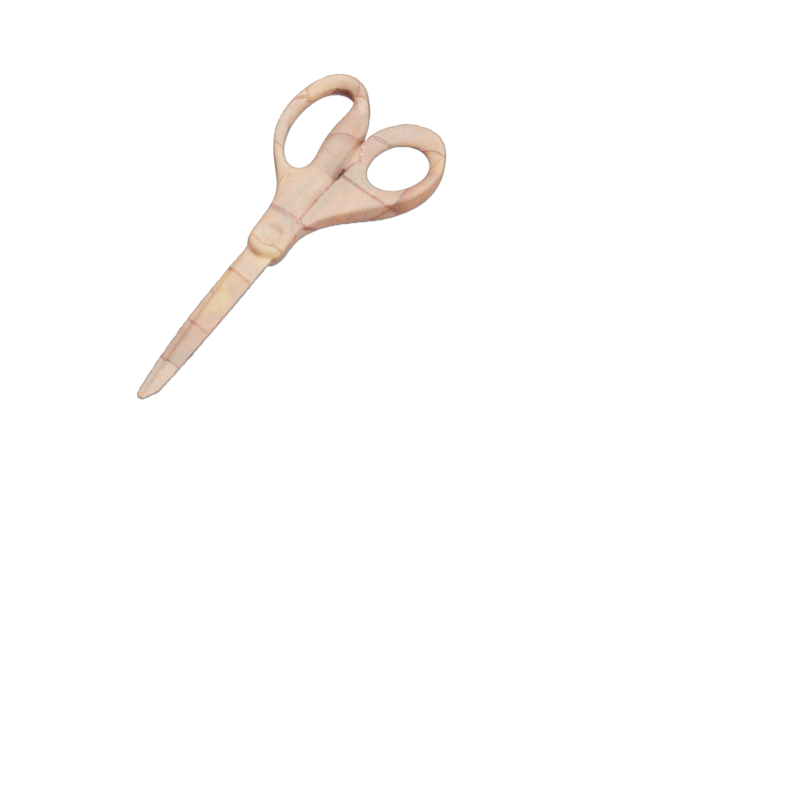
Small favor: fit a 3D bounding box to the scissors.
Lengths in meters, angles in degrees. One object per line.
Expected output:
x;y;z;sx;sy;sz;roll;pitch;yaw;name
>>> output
-0.041;-0.075;0.522;0.098;0.211;0.015;13;-30;8;scissors
